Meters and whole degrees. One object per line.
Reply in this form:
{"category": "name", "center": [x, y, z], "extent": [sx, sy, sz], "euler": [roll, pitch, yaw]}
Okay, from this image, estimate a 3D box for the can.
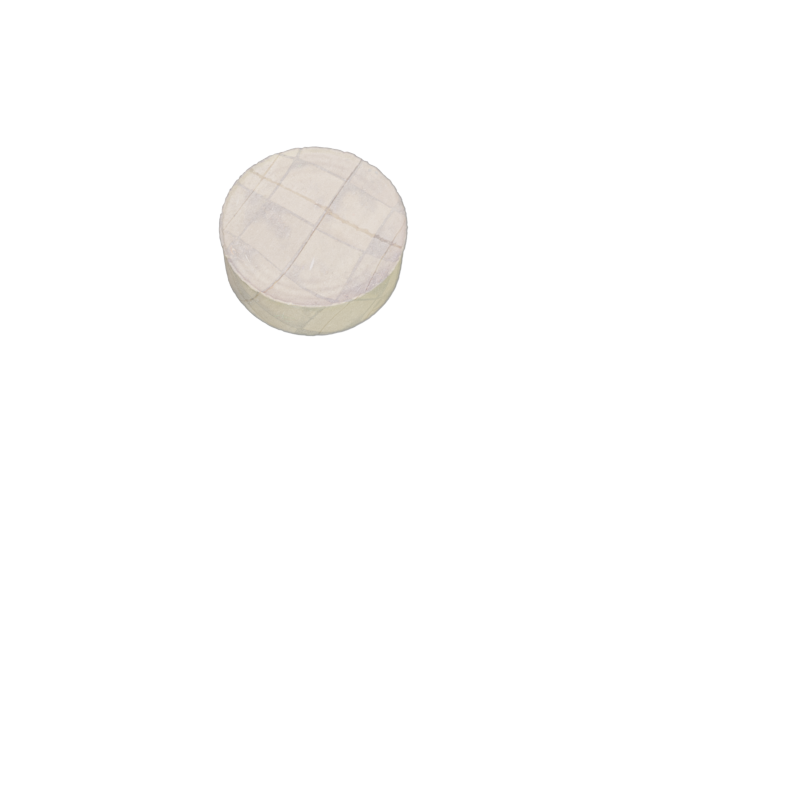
{"category": "can", "center": [-0.040, -0.074, 0.516], "extent": [0.086, 0.091, 0.032], "euler": [-1, -29, -1]}
